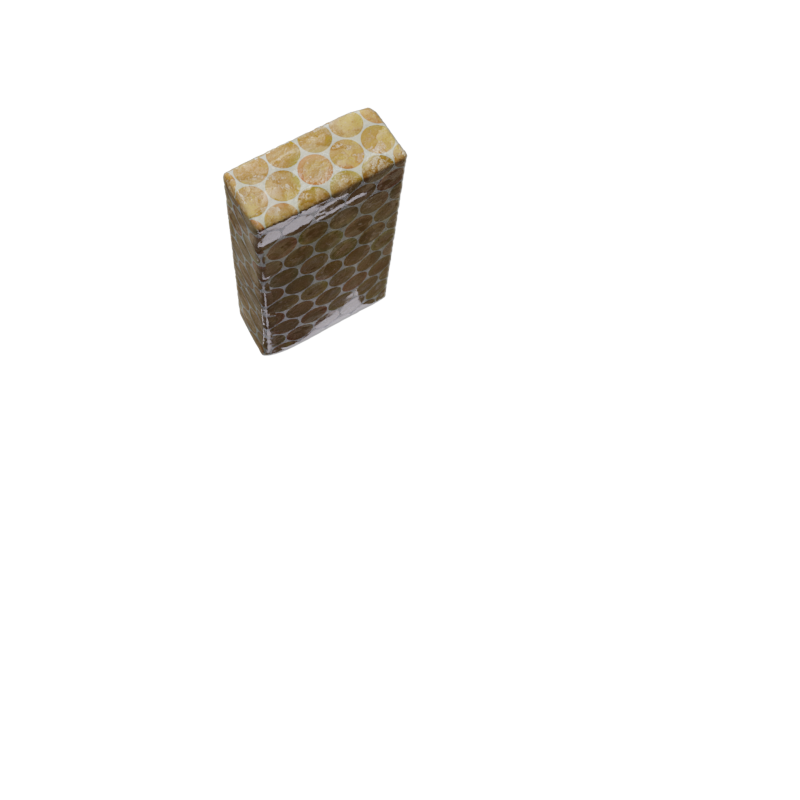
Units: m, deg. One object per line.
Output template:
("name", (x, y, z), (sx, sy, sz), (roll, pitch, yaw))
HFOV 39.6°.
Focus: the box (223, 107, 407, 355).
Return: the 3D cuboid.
("box", (-0.051, -0.093, 0.651), (0.093, 0.051, 0.167), (-28, -19, -15))
